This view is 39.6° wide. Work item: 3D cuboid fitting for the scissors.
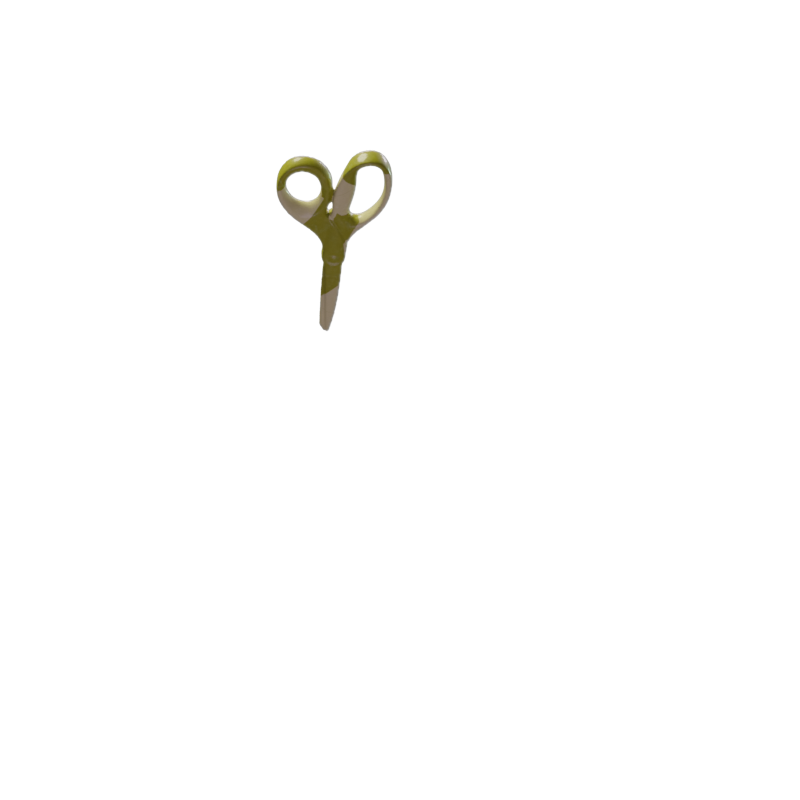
[{"bbox_3d":[-0.069,-0.126,0.884,0.093,0.017,0.193,15,-42,-17],"label":"scissors"}]
